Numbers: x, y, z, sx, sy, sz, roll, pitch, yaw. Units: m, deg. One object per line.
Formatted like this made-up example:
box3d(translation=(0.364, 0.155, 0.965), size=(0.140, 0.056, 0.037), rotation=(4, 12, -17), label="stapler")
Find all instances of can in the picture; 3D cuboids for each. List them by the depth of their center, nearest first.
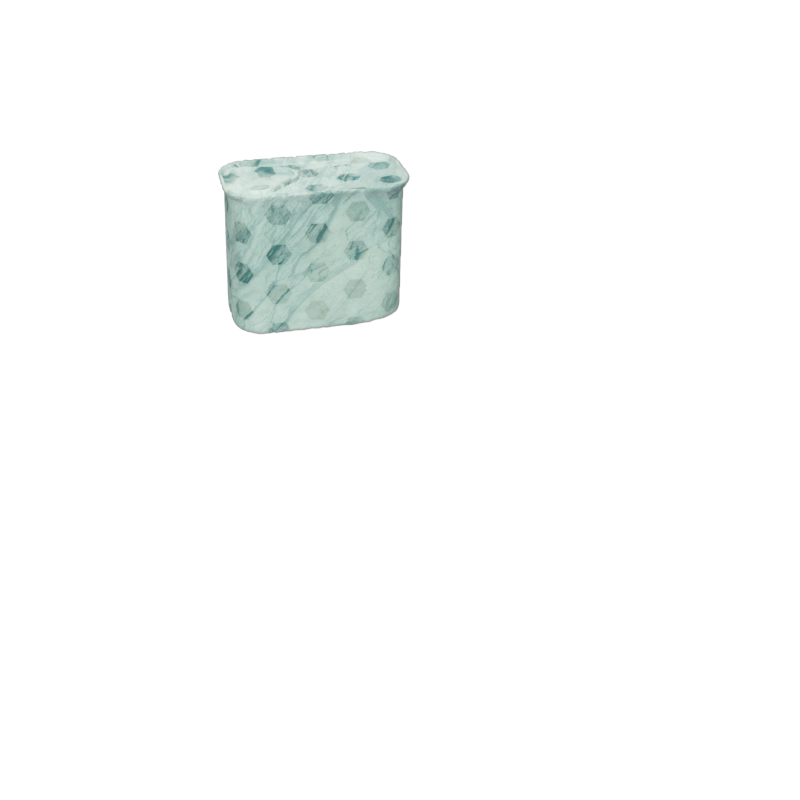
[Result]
box3d(translation=(-0.049, -0.089, 0.620), size=(0.101, 0.079, 0.062), rotation=(-6, 28, -12), label="can")
